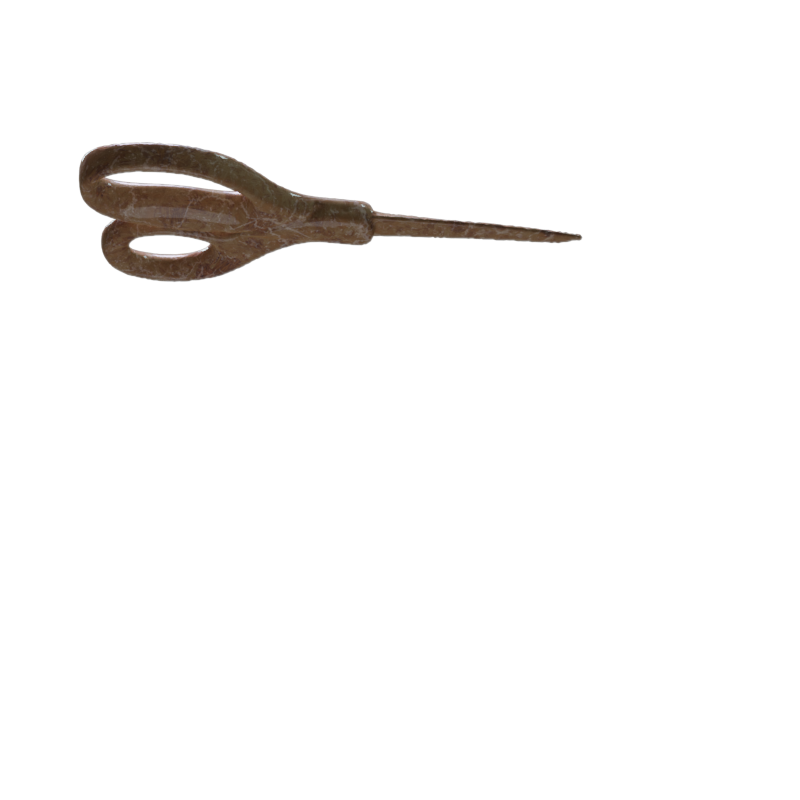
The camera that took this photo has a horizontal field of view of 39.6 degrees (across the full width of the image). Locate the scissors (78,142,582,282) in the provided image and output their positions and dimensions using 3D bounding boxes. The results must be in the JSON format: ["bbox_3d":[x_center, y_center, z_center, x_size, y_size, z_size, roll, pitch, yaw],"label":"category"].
[{"bbox_3d":[-0.036,-0.066,0.459,0.195,0.017,0.094,10,-26,-22],"label":"scissors"}]
